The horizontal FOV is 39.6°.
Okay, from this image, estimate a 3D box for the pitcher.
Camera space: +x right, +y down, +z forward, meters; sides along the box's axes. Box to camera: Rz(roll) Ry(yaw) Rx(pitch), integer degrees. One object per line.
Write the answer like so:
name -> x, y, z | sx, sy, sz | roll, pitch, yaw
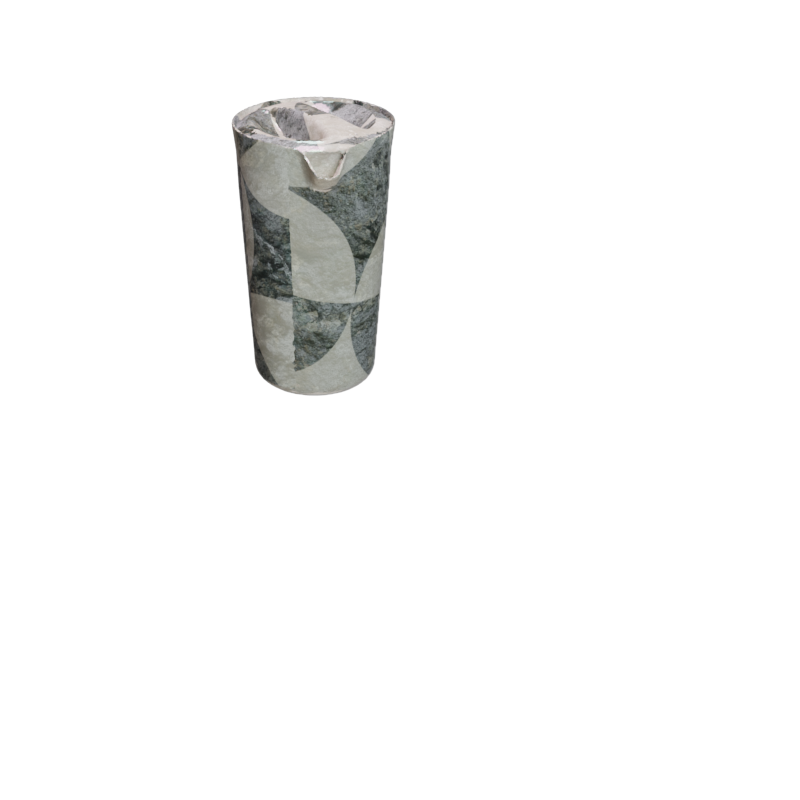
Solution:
pitcher -> -0.075, -0.137, 0.961 | 0.153, 0.230, 0.150 | 18, 32, 29
